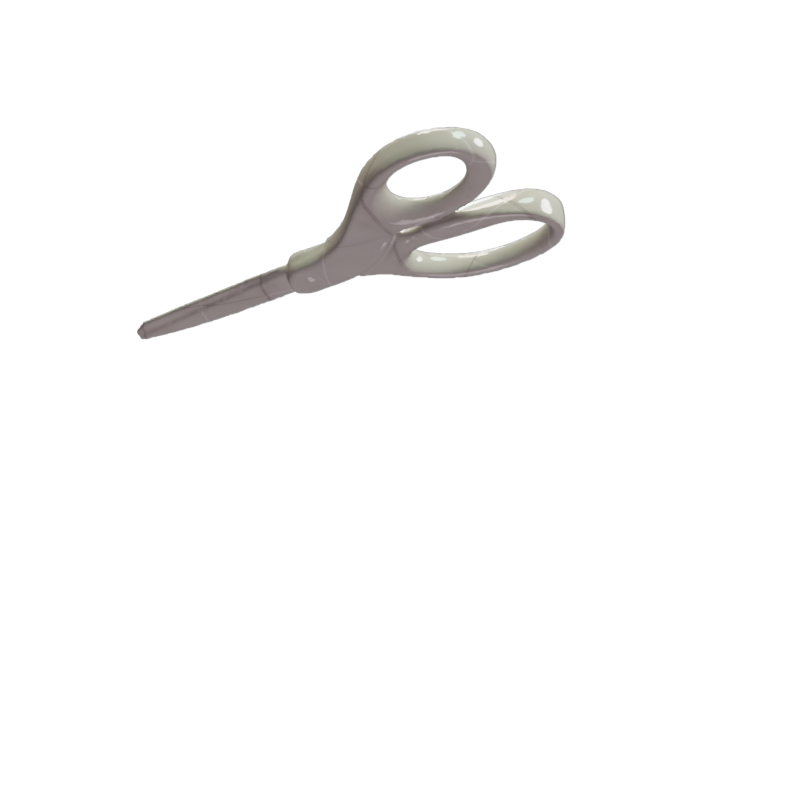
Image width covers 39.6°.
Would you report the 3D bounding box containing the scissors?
[{"bbox_3d":[-0.036,-0.065,0.457,0.204,0.017,0.089,-9,-31,14],"label":"scissors"}]
